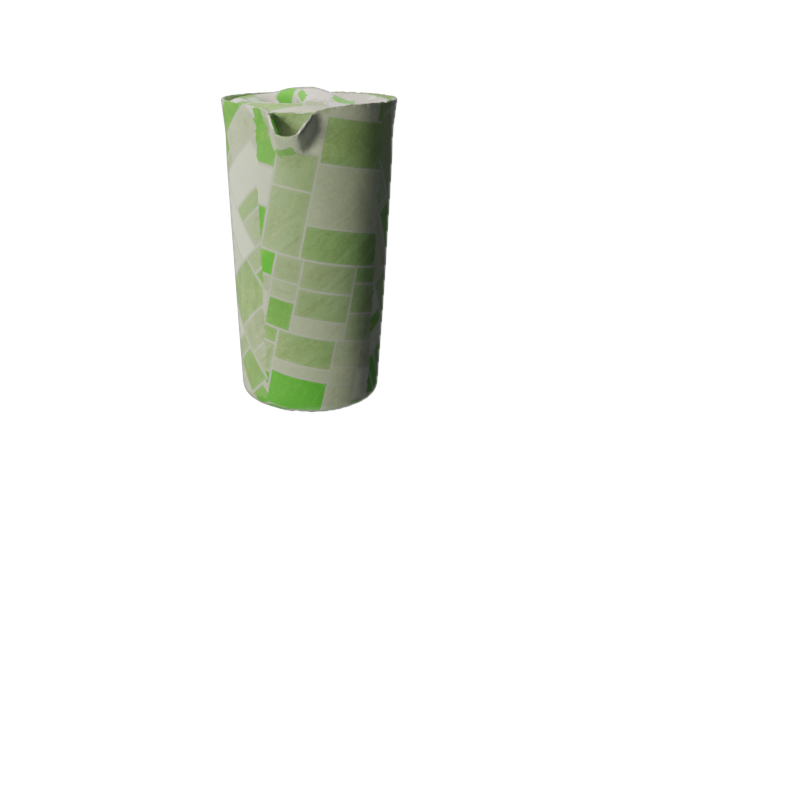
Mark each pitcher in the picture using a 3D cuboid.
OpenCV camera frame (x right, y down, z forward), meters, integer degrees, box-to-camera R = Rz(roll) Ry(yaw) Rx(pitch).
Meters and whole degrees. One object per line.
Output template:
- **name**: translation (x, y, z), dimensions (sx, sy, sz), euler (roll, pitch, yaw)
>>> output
- **pitcher**: translation (-0.068, -0.125, 0.875), dimensions (0.145, 0.235, 0.154), euler (-10, 19, -36)
